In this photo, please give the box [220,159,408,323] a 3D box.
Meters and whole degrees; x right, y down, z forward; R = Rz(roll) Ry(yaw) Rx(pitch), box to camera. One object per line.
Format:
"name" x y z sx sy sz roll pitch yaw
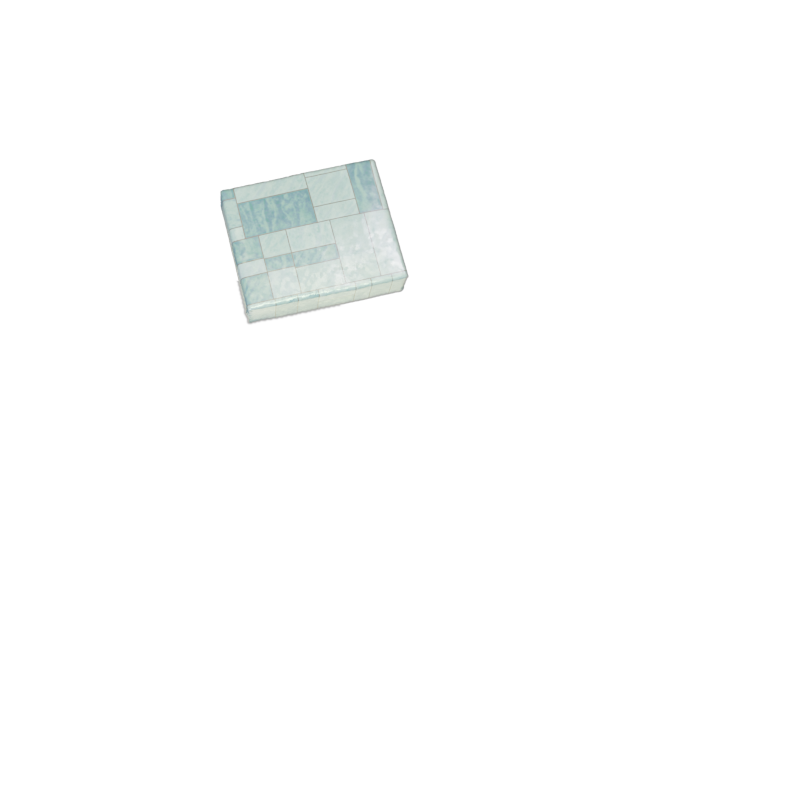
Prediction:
"box" -0.060 -0.109 0.762 0.113 0.095 0.037 -14 -19 -5
